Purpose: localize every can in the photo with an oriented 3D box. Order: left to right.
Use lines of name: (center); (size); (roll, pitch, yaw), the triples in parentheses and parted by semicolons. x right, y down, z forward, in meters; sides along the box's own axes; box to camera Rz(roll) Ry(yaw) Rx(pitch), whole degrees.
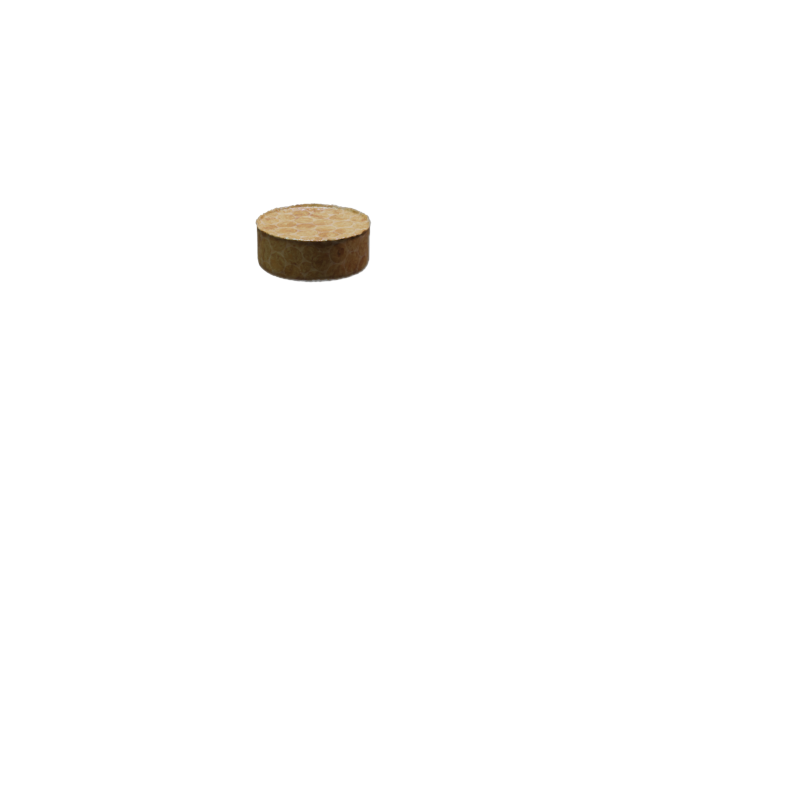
can: (-0.065, -0.118, 0.829); (0.086, 0.032, 0.090); (-1, 26, -2)
